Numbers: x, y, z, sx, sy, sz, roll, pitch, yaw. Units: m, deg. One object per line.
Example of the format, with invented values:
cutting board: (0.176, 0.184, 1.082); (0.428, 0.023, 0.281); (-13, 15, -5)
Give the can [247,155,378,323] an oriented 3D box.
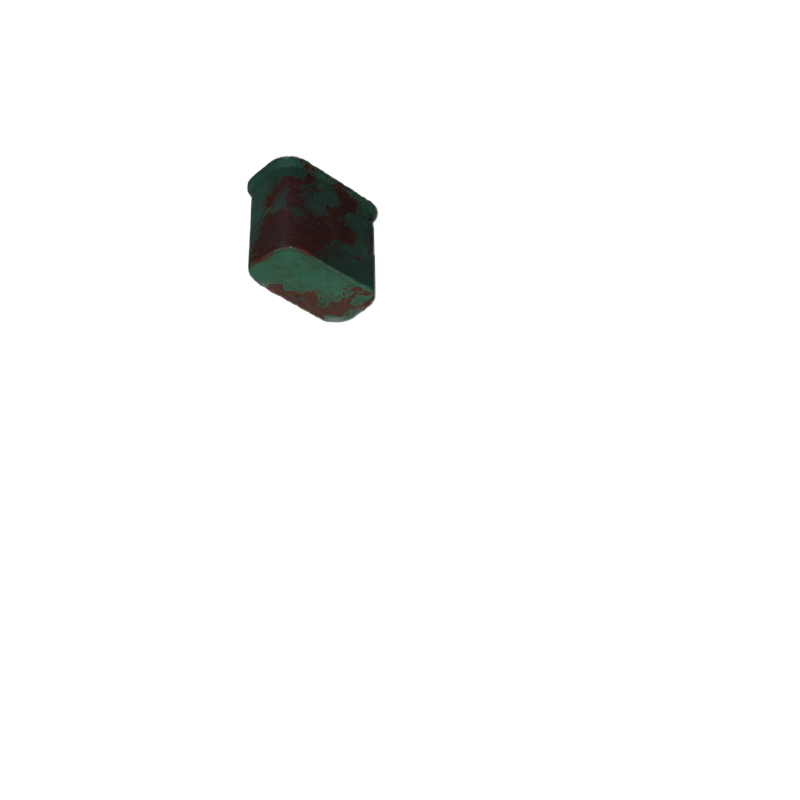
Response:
can: (-0.063, -0.115, 0.809); (0.096, 0.090, 0.057); (28, -46, -34)
